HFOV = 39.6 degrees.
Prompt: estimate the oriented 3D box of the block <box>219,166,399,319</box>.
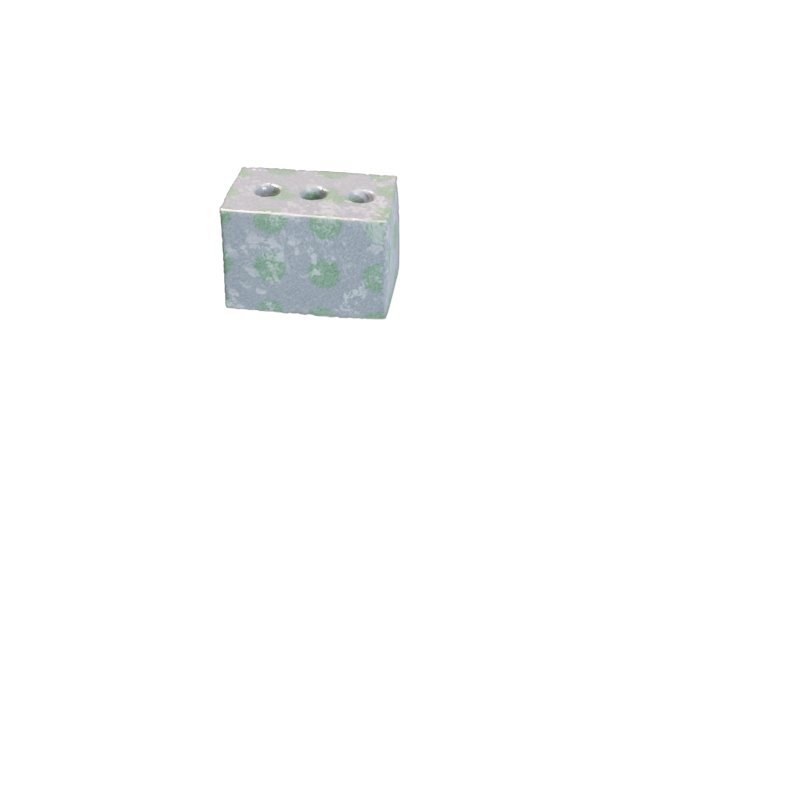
[{"bbox_3d":[-0.041,-0.074,0.518,0.079,0.048,0.055,4,30,6],"label":"block"}]
